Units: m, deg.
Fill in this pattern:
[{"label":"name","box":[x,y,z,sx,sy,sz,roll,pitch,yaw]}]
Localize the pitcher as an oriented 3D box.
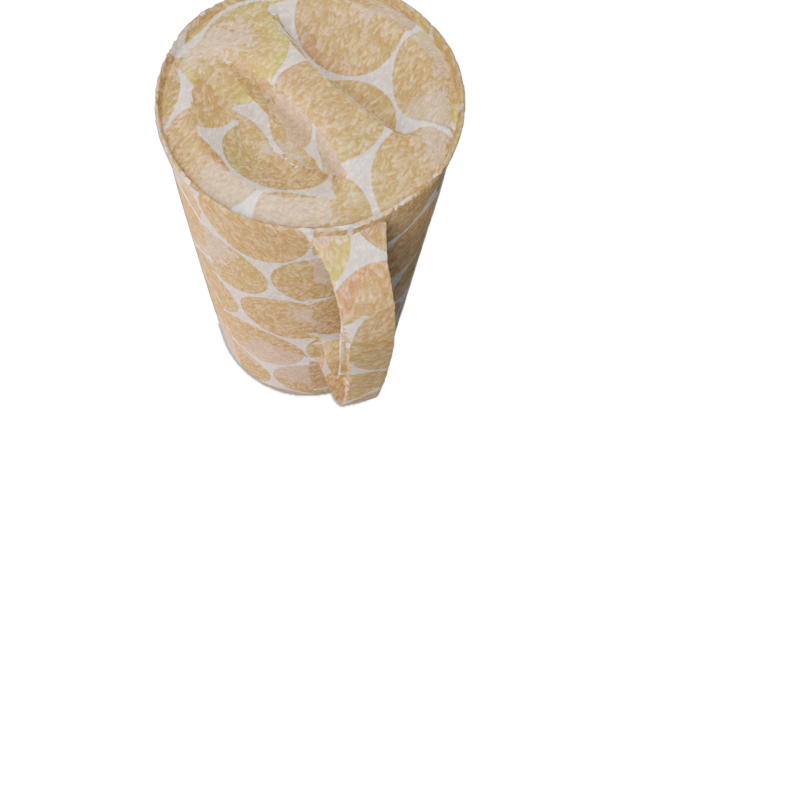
[{"label":"pitcher","box":[-0.045,-0.081,0.569,0.149,0.154,0.230,27,-22,8]}]
